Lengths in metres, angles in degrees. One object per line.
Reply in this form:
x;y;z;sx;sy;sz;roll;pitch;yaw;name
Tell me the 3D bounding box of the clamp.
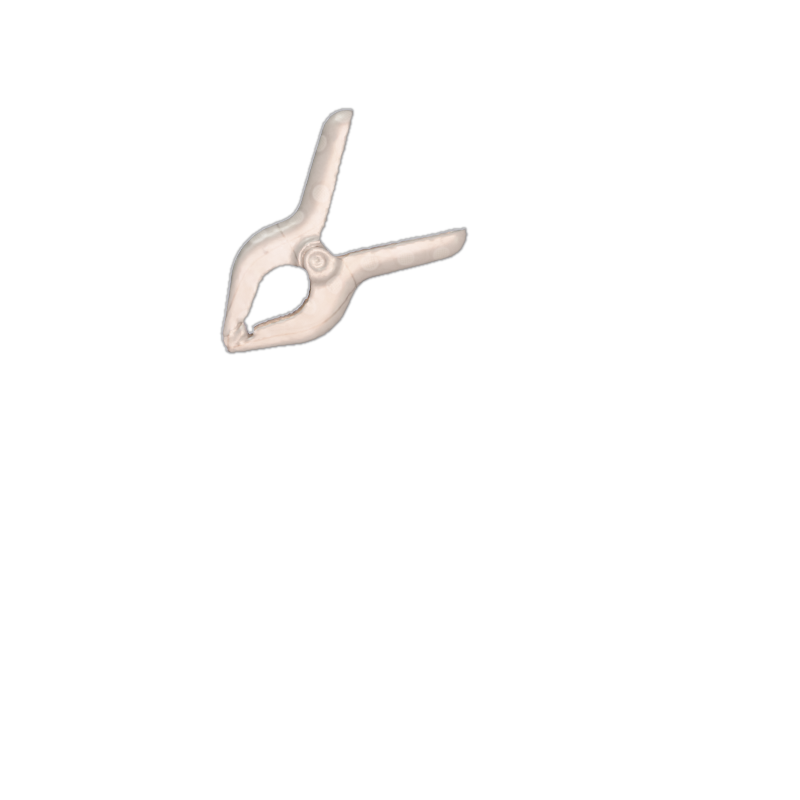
-0.056;-0.103;0.719;0.171;0.121;0.039;-35;-3;-3;clamp
